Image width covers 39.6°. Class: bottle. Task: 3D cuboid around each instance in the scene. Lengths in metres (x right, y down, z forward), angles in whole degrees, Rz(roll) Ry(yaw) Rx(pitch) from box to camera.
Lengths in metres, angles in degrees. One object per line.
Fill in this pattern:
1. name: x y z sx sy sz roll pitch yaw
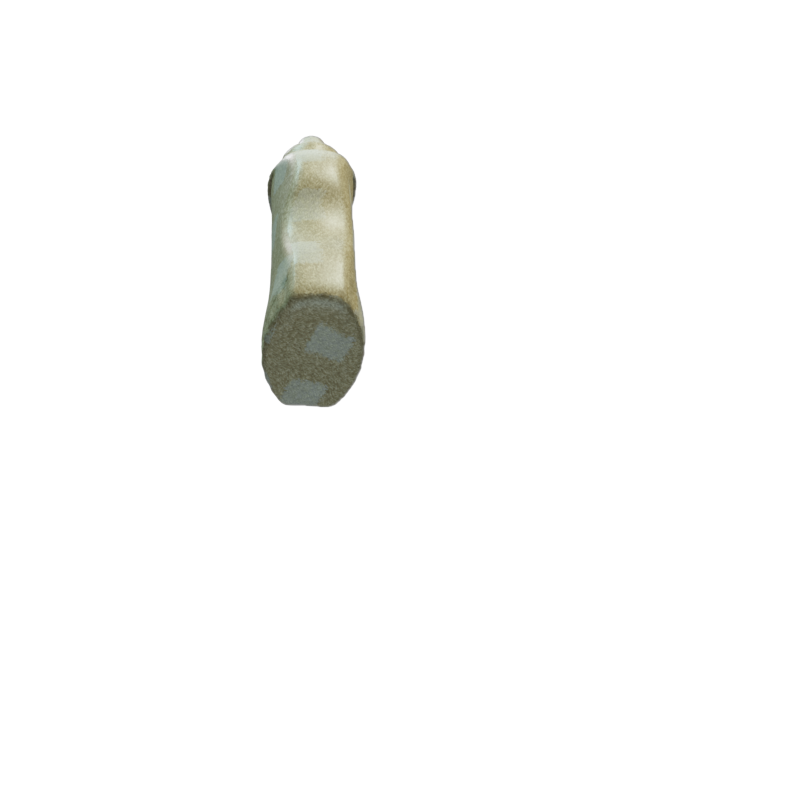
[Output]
1. bottle: -0.054 -0.097 0.681 0.058 0.206 0.090 1 -43 -5
